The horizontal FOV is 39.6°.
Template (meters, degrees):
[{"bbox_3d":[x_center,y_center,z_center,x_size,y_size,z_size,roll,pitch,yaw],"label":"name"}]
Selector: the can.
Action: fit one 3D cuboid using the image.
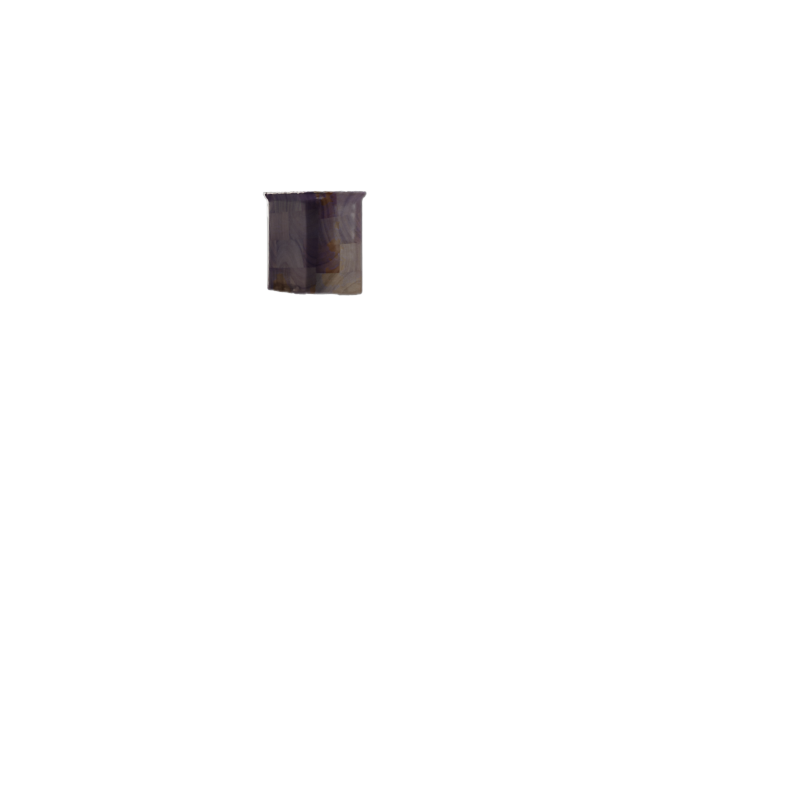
[{"bbox_3d":[-0.072,-0.131,0.920,0.056,0.083,0.106,-3,7,-32],"label":"can"}]
